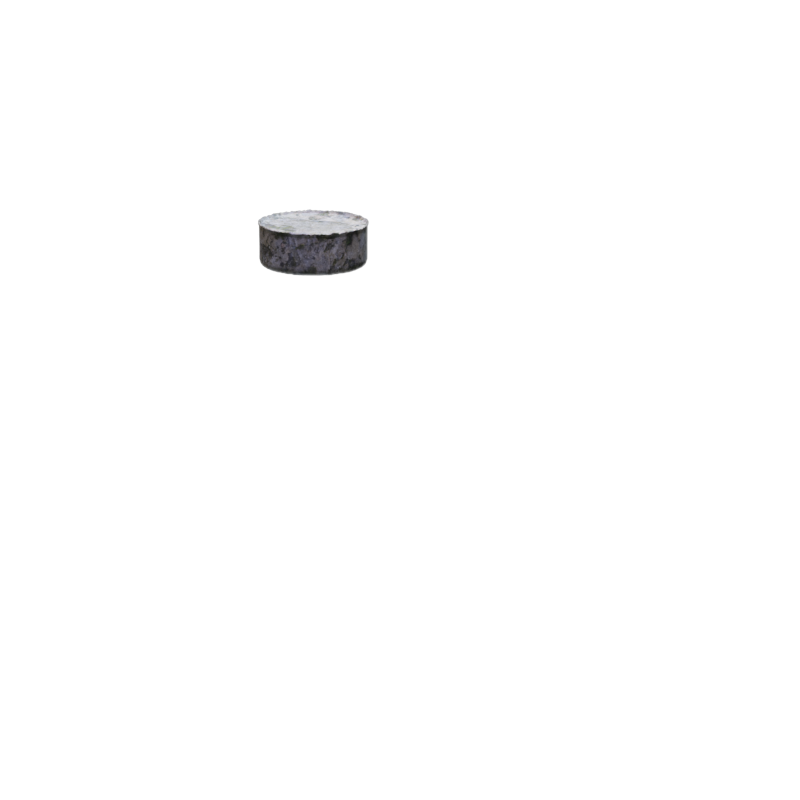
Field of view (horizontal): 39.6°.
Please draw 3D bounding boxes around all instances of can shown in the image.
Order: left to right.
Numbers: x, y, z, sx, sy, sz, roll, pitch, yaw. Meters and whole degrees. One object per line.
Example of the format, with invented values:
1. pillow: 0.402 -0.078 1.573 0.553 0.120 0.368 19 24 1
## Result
1. can: -0.067 -0.123 0.861 0.086 0.032 0.089 -1 20 -2
